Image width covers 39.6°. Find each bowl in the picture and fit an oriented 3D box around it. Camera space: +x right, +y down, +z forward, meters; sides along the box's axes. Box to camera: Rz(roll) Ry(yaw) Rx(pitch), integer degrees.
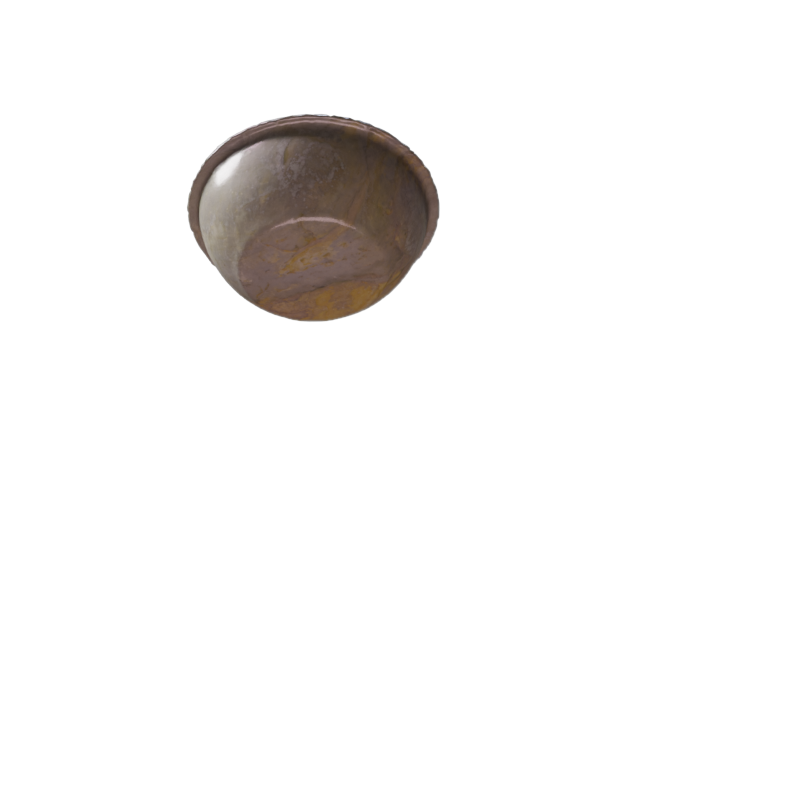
[{"bbox_3d":[-0.054,-0.099,0.695,0.162,0.059,0.151,1,-42,-1],"label":"bowl"}]
